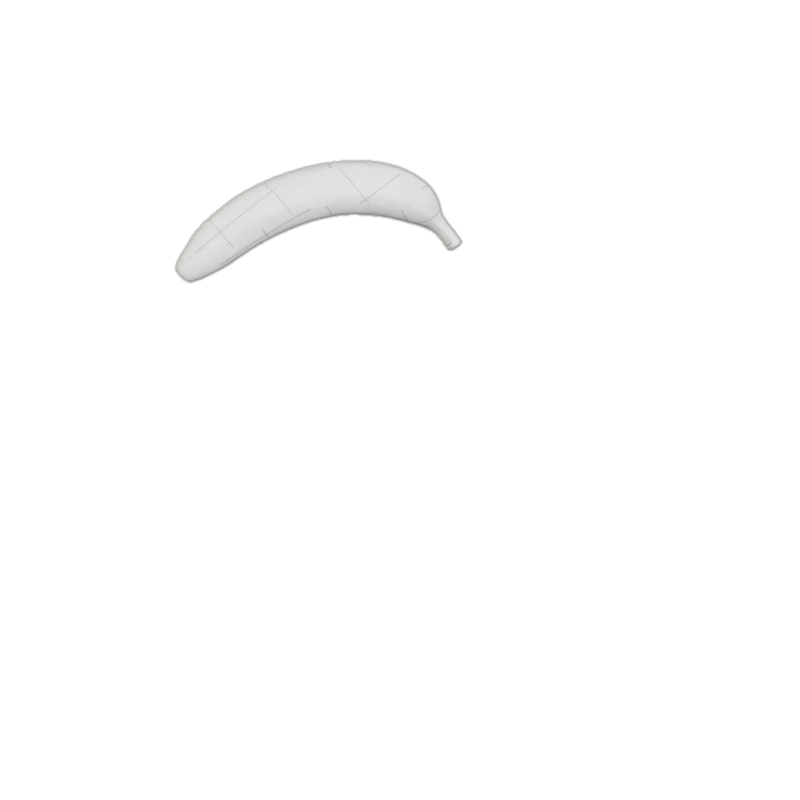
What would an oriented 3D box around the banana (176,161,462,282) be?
[{"bbox_3d":[-0.058,-0.127,0.761,0.197,0.072,0.036,-7,-10,-2],"label":"banana"}]
